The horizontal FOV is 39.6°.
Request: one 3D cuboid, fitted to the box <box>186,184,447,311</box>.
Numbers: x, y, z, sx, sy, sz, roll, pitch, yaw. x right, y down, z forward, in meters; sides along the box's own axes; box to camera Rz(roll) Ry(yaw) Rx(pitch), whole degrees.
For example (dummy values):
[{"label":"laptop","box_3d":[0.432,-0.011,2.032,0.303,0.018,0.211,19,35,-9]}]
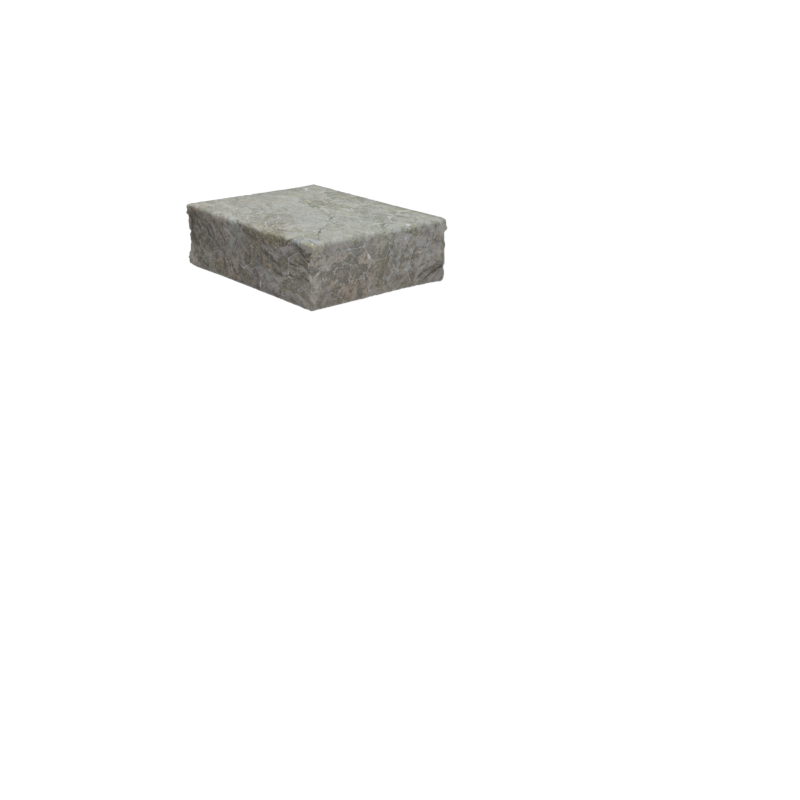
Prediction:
[{"label":"box","box_3d":[-0.046,-0.084,0.586,0.088,0.037,0.120,-15,24,-38]}]
